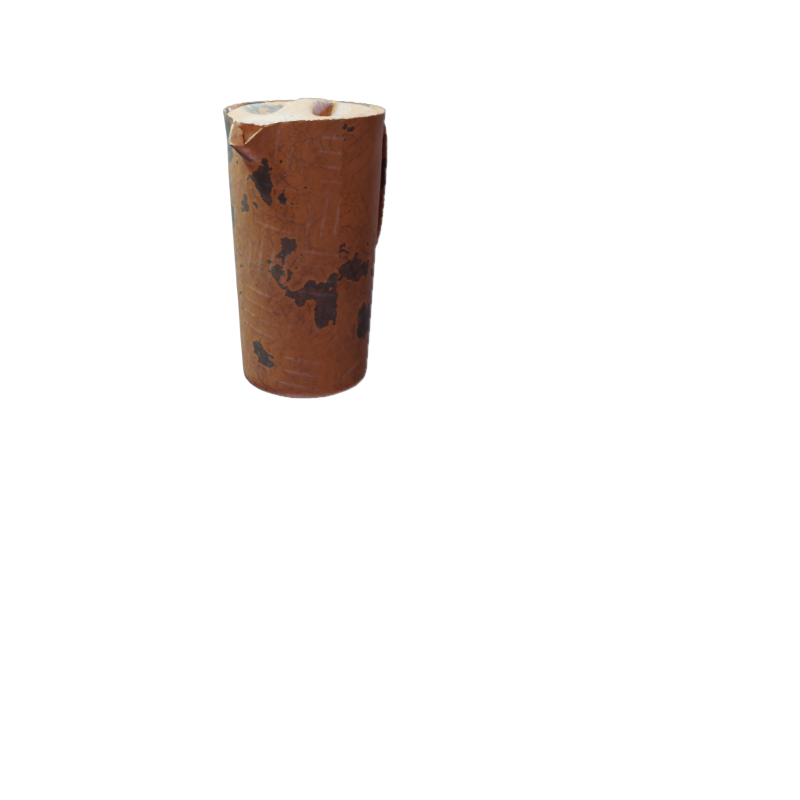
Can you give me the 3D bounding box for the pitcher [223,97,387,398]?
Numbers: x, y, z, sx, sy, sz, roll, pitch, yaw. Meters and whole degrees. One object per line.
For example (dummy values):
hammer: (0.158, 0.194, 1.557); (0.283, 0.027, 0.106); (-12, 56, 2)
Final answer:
pitcher: (-0.074, -0.135, 0.942); (0.147, 0.234, 0.152); (-2, 17, -9)
